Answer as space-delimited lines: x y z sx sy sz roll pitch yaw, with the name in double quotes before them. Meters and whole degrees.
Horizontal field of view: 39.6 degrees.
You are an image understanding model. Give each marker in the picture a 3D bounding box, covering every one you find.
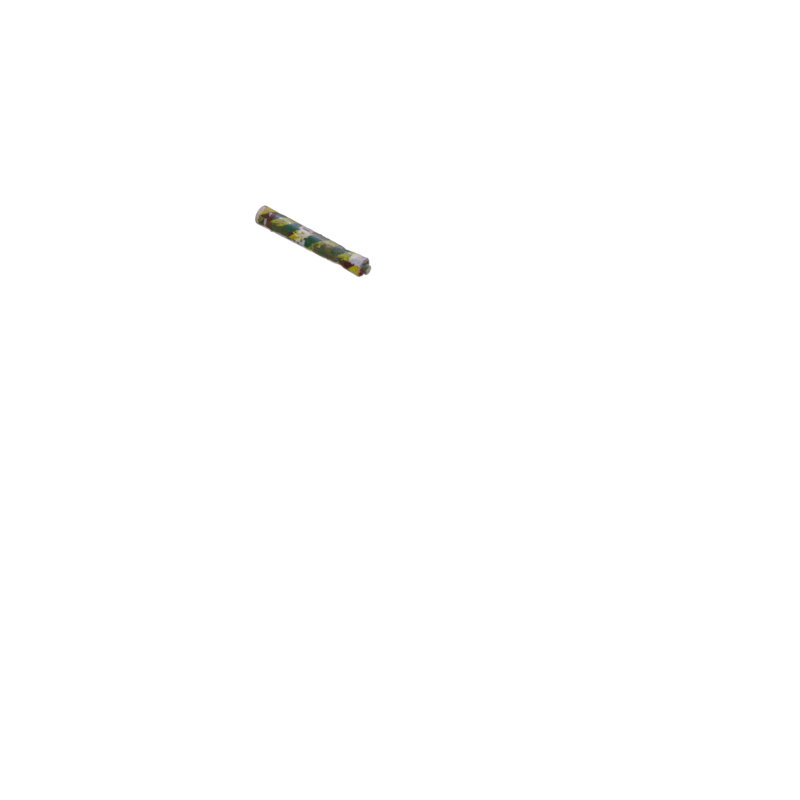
"marker" -0.078 -0.143 0.999 0.127 0.019 0.019 30 16 23
